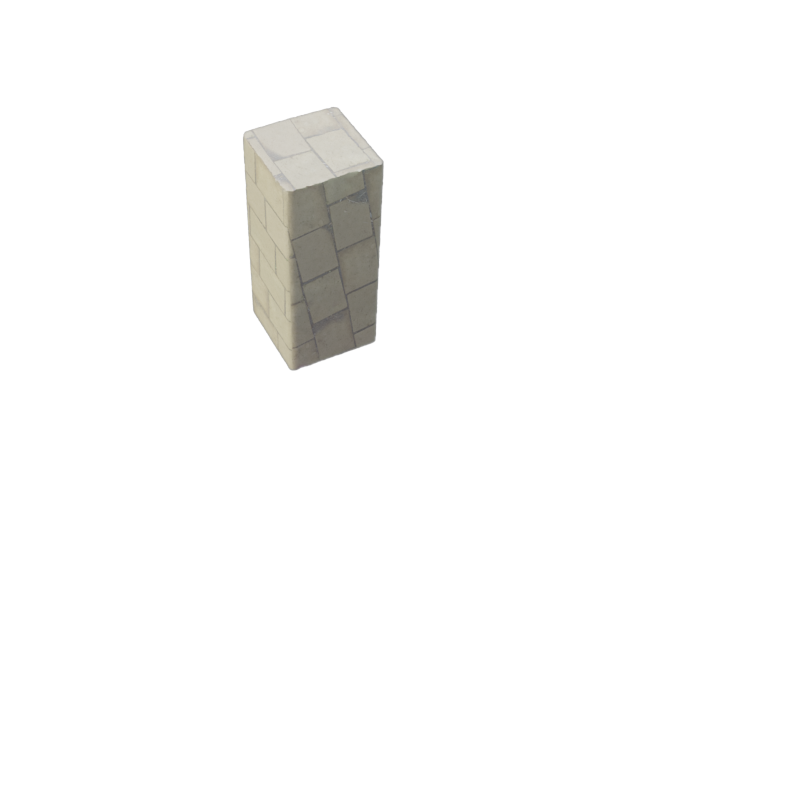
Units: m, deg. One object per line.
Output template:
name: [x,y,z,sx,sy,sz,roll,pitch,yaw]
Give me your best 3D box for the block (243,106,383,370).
block: [-0.076,-0.138,0.963,0.089,0.192,0.098,-19,50,-21]
